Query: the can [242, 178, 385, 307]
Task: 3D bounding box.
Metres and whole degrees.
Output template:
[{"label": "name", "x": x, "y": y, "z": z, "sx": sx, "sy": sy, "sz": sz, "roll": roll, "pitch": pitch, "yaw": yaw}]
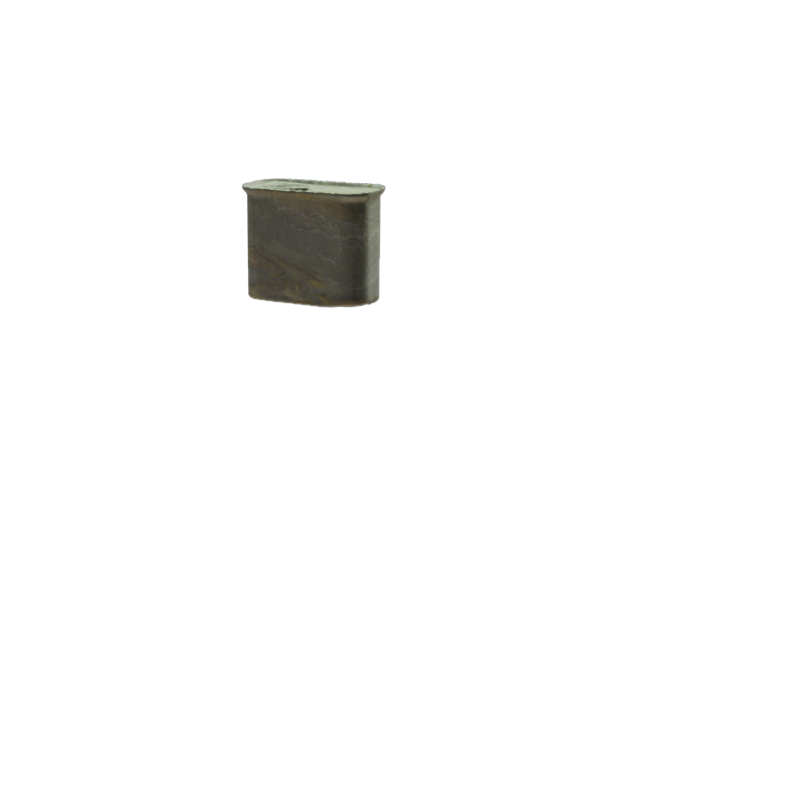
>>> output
[{"label": "can", "x": -0.063, "y": -0.115, "z": 0.806, "sx": 0.106, "sy": 0.081, "sz": 0.057, "roll": 8, "pitch": 15, "yaw": 24}]
